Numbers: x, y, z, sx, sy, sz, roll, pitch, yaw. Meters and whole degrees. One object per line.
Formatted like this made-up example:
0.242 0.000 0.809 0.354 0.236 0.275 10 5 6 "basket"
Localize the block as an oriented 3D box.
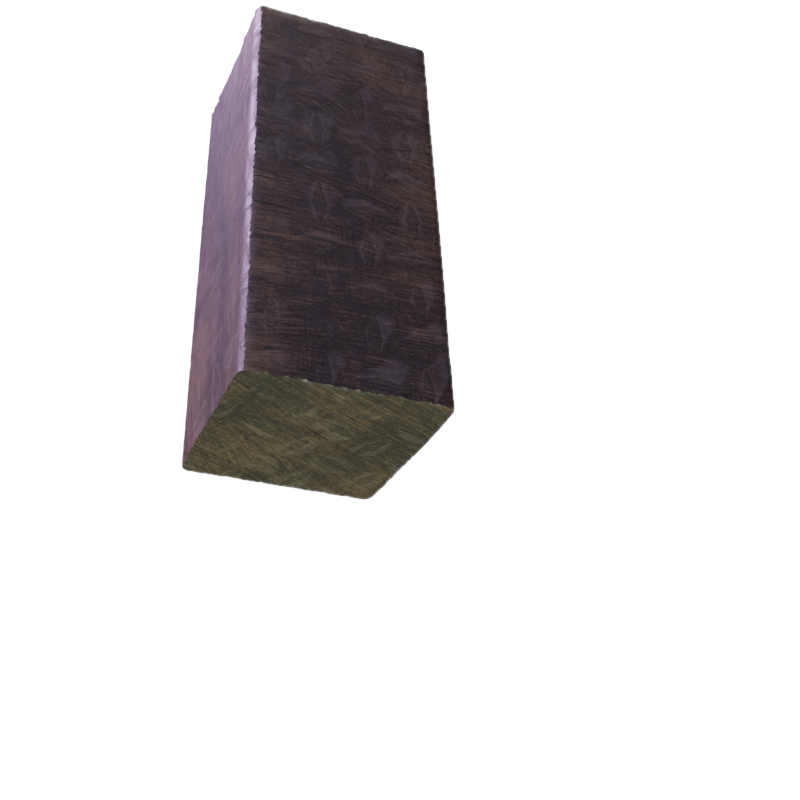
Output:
-0.040 -0.073 0.515 0.088 0.221 0.087 11 -37 -19 "block"
